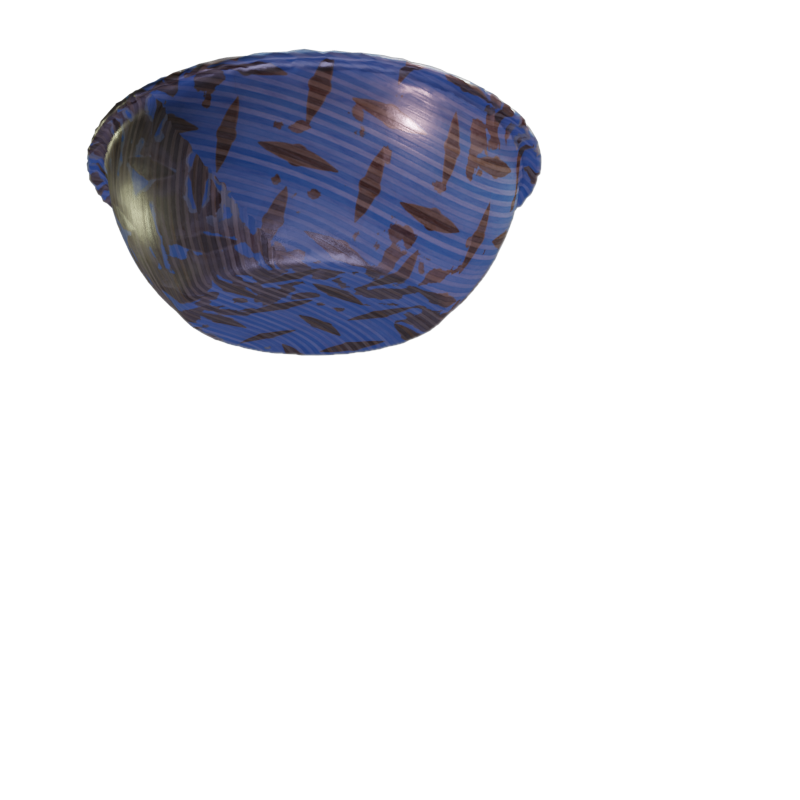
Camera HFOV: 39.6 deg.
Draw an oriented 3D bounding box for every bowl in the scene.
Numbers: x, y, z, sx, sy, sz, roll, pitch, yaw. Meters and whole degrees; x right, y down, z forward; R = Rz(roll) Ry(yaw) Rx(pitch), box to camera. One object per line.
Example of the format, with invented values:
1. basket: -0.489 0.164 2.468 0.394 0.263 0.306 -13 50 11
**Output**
1. bowl: -0.031 -0.056 0.390 0.162 0.058 0.155 0 -18 -2
